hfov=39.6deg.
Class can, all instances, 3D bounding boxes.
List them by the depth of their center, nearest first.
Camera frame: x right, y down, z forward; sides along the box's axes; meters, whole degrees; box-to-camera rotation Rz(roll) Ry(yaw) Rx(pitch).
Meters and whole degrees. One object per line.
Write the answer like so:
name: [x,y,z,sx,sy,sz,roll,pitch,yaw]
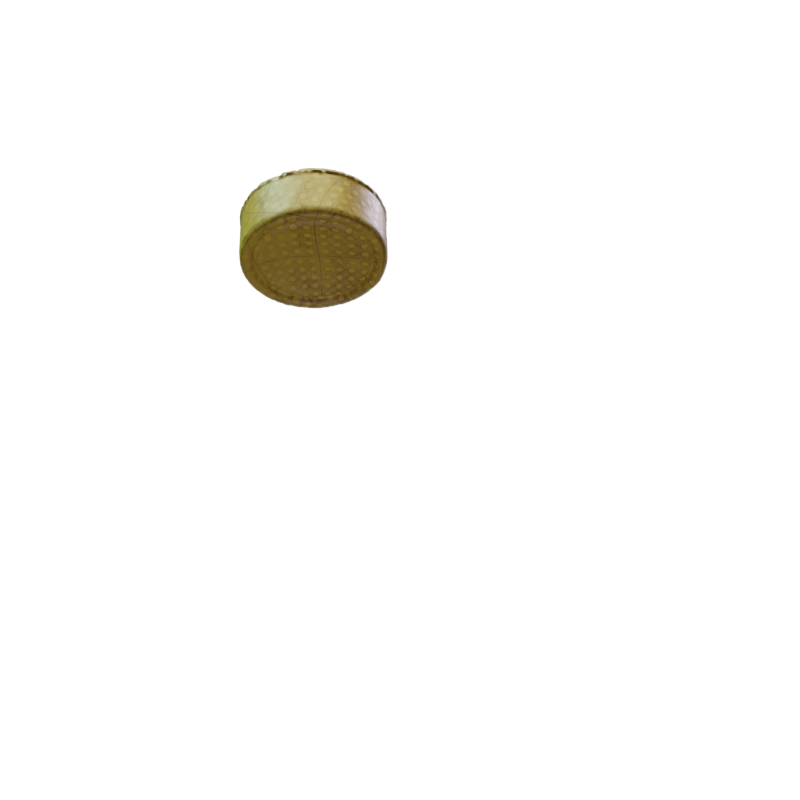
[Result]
can: [-0.050,-0.091,0.635,0.086,0.036,0.080,1,-37,-2]
